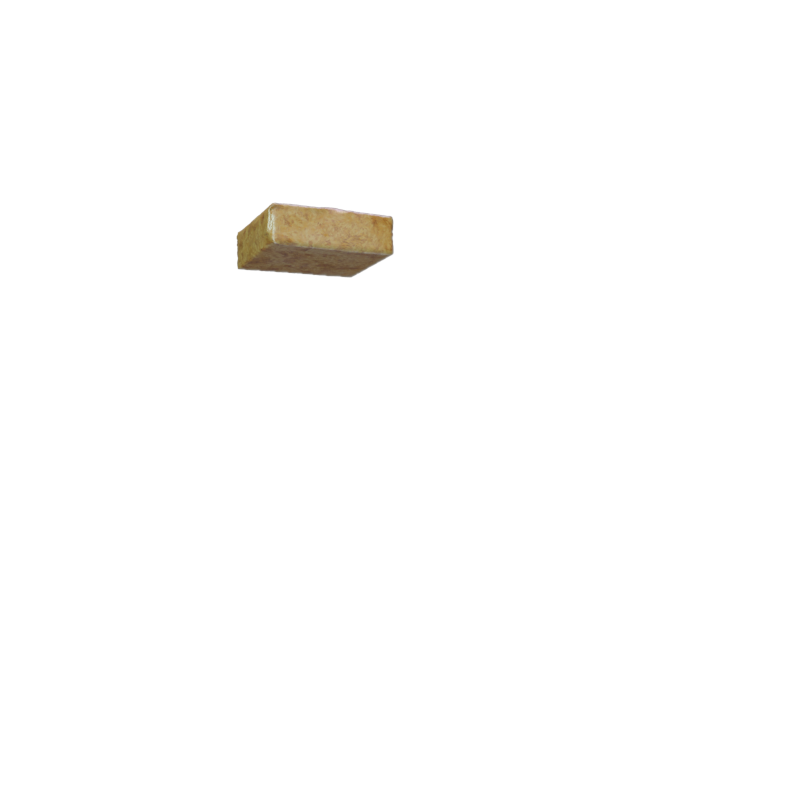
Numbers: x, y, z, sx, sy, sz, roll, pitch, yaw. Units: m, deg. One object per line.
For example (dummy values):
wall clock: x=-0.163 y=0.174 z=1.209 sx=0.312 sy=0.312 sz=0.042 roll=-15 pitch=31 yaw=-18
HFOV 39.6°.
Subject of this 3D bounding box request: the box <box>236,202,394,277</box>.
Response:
box: x=-0.059 y=-0.108 z=0.753 sx=0.087 sy=0.031 sz=0.073 roll=3 pitch=-10 yaw=-22
